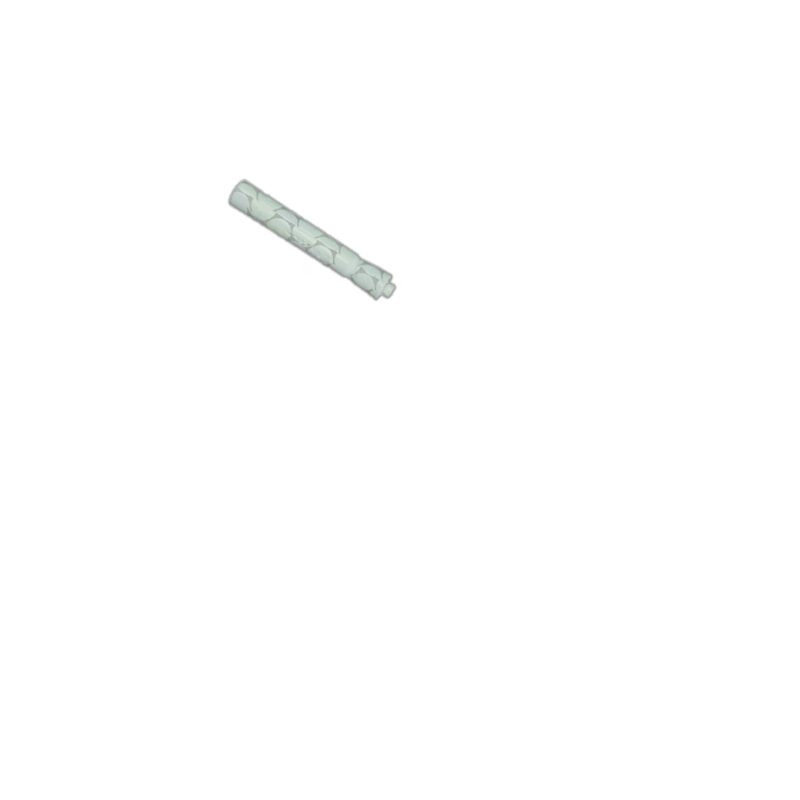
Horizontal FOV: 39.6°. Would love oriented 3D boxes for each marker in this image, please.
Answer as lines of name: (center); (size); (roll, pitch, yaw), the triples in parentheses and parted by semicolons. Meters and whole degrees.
marker: (-0.056, -0.102, 0.711); (0.124, 0.019, 0.019); (34, 9, 10)
